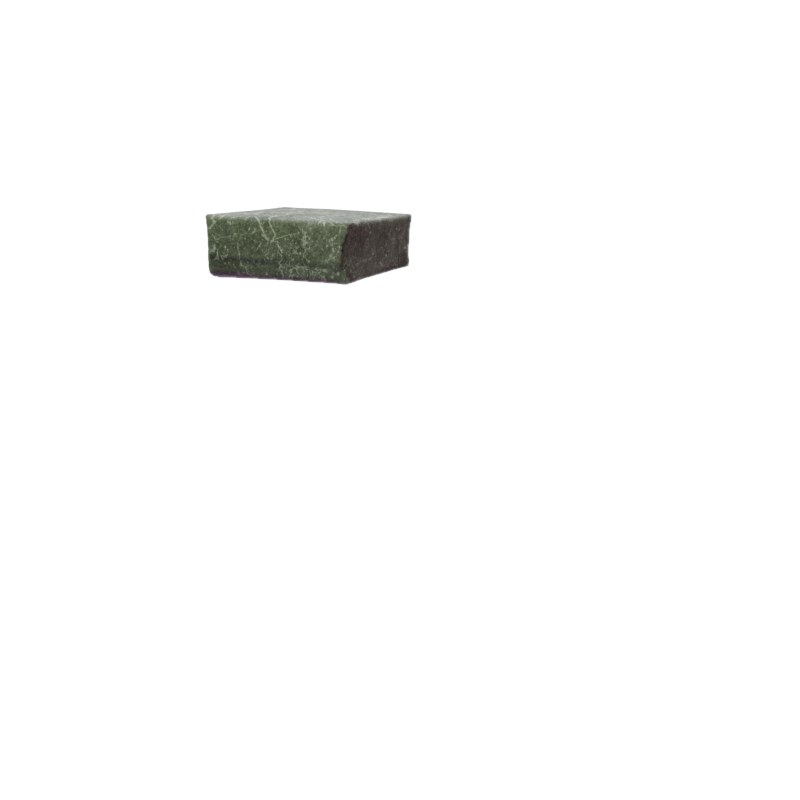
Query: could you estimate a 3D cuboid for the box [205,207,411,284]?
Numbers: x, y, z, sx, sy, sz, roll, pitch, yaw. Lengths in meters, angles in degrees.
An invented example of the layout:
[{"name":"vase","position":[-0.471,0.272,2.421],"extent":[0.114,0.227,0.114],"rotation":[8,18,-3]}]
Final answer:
[{"name":"box","position":[-0.052,-0.095,0.669],"extent":[0.092,0.038,0.113],"rotation":[5,14,20]}]
